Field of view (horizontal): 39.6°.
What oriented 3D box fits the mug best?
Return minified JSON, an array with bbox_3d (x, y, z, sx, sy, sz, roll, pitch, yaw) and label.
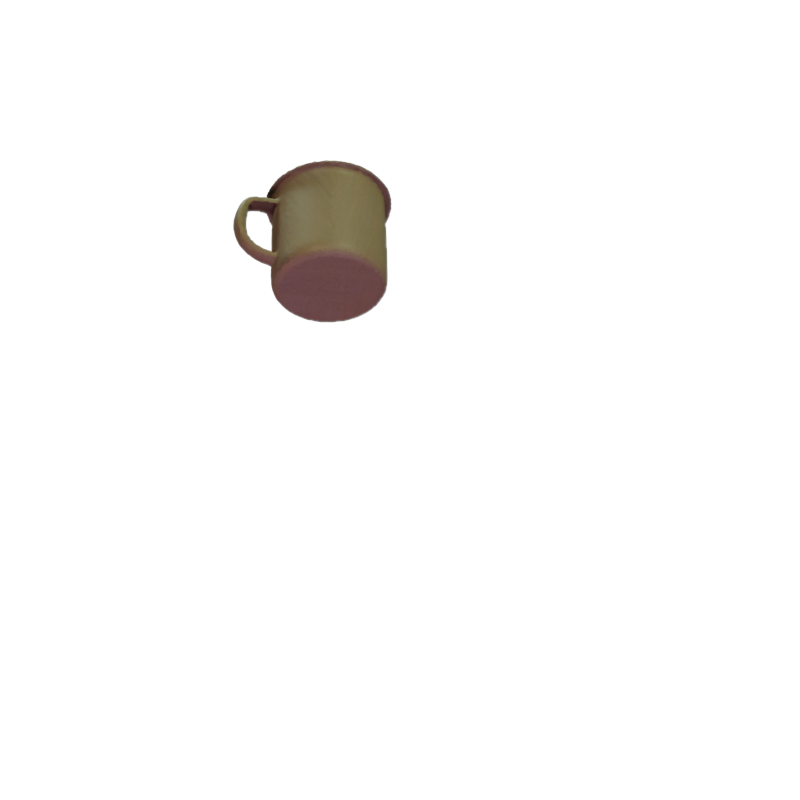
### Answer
[{"bbox_3d":[-0.062,-0.112,0.788,0.113,0.087,0.090,14,-41,-19],"label":"mug"}]
